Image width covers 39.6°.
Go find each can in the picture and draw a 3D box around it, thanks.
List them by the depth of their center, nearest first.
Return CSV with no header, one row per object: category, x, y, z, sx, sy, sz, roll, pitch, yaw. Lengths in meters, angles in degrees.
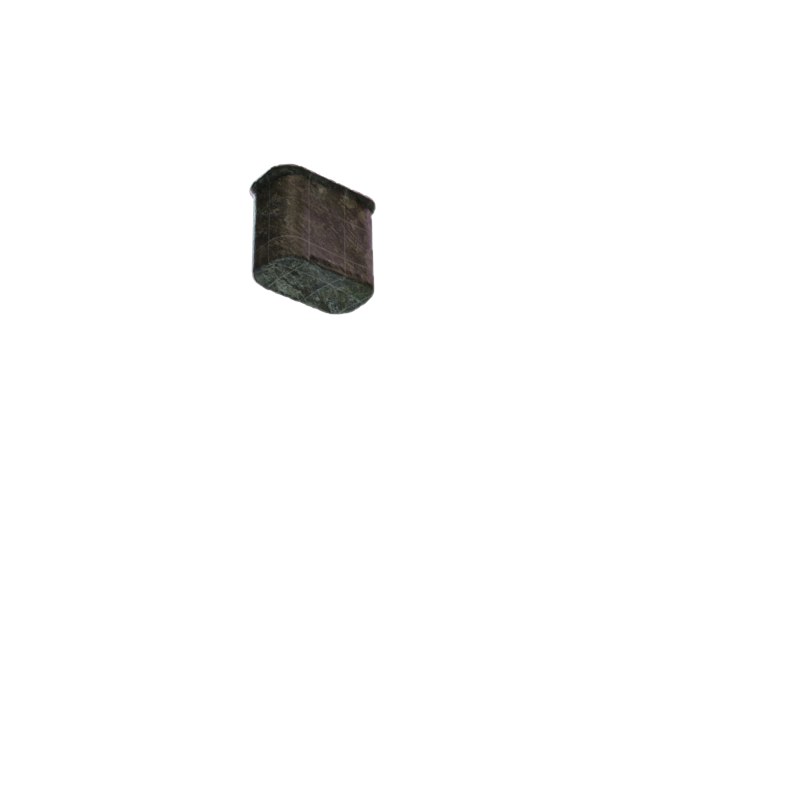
can,-0.067,-0.123,0.859,0.096,0.089,0.057,20,-36,-34
